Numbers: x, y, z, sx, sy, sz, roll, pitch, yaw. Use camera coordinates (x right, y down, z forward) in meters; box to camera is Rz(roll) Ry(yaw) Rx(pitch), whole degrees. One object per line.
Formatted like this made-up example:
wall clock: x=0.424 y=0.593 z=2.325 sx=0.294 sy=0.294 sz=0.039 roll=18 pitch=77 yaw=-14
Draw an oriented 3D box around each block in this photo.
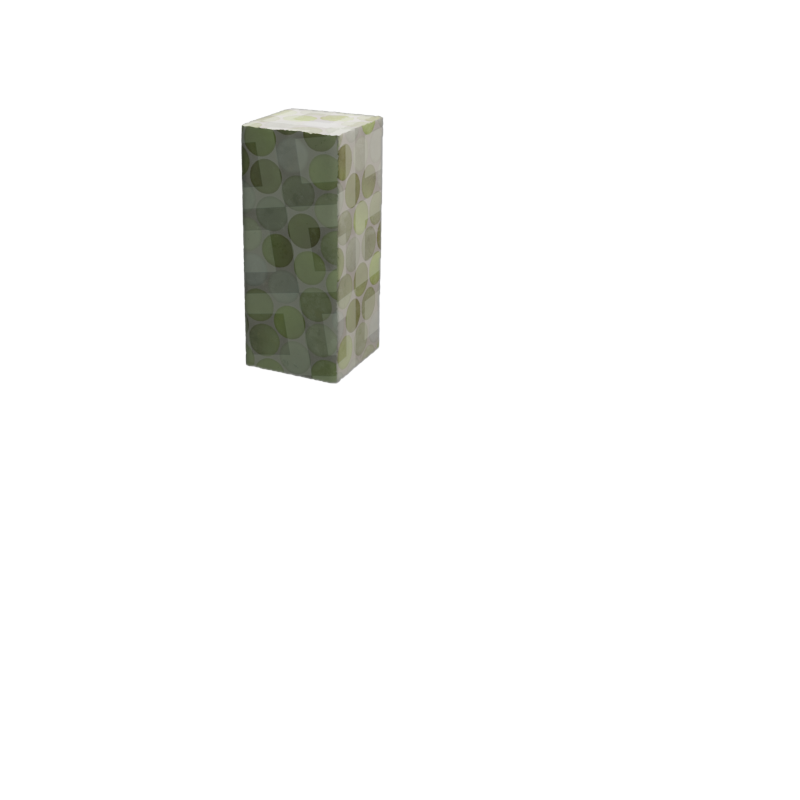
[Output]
block: x=-0.073 y=-0.133 z=0.927 sx=0.093 sy=0.198 sz=0.091 roll=10 pitch=21 yaw=22
